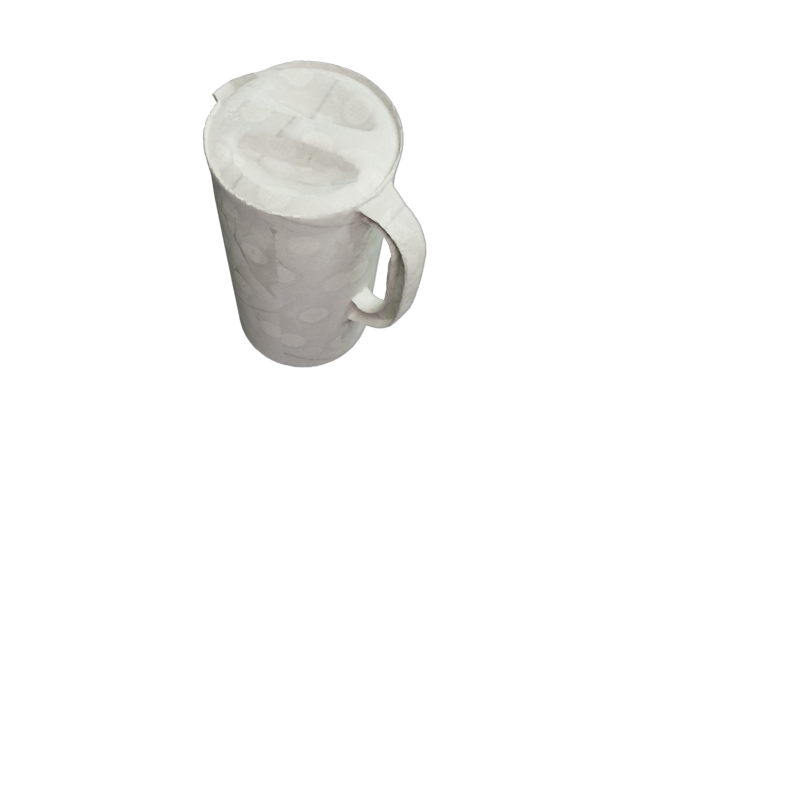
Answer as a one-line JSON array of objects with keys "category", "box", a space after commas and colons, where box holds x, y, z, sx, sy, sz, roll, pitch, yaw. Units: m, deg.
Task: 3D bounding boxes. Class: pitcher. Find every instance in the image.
[{"category": "pitcher", "box": [-0.064, -0.117, 0.821, 0.144, 0.159, 0.228, -1, -29, -4]}]
